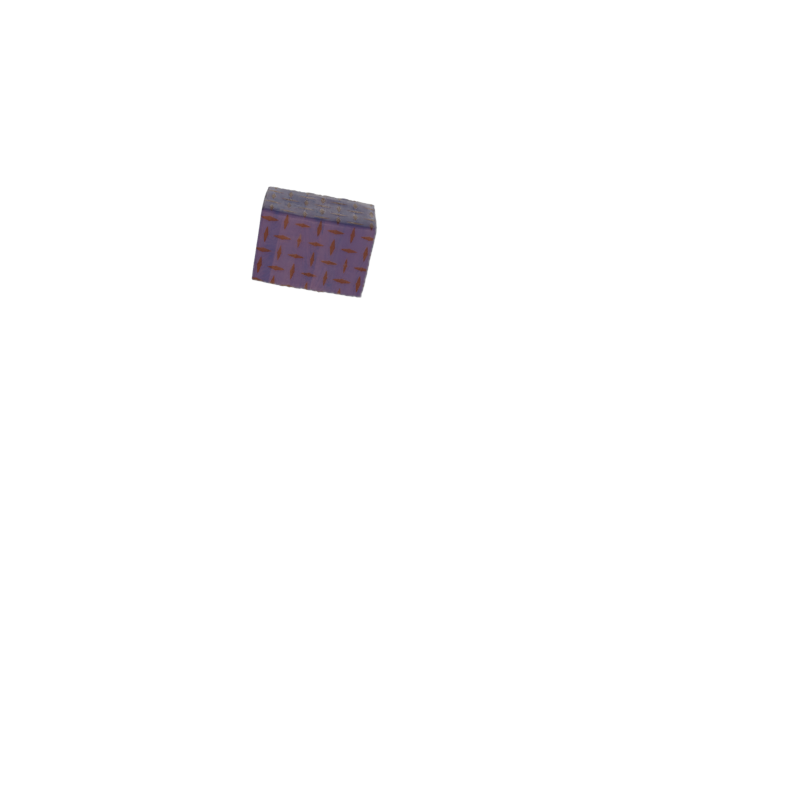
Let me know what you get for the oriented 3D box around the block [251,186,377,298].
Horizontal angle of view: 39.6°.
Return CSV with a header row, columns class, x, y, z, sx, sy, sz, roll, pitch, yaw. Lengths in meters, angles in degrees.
class,x,y,z,sx,sy,sz,roll,pitch,yaw
block,-0.059,-0.108,0.754,0.077,0.050,0.054,10,25,-6
